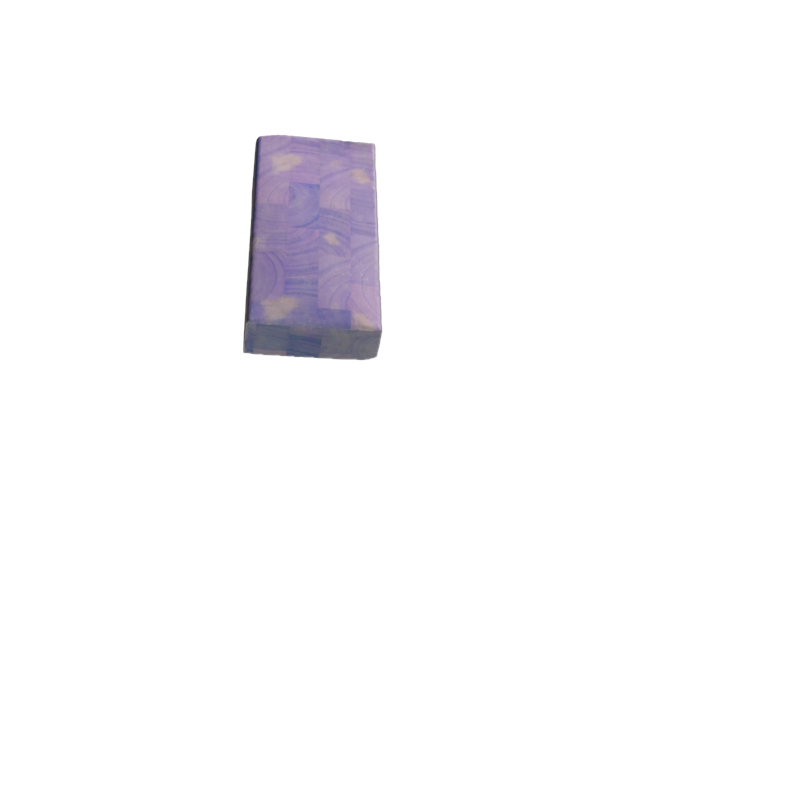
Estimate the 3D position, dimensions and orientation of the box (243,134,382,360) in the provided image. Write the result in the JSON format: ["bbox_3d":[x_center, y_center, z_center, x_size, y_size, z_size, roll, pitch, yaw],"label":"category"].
[{"bbox_3d":[-0.063,-0.114,0.797,0.092,0.189,0.045,2,-35,-7],"label":"box"}]
